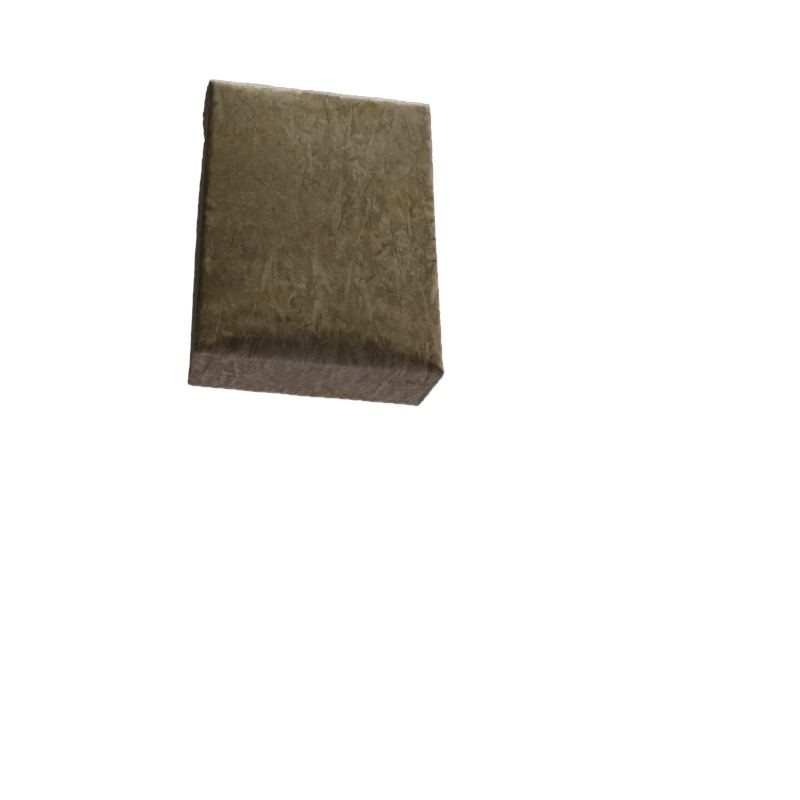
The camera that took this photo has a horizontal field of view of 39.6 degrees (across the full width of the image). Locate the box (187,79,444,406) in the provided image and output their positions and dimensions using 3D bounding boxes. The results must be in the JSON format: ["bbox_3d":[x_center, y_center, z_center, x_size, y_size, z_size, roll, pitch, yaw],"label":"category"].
[{"bbox_3d":[-0.060,-0.110,0.773,0.161,0.227,0.069,4,-28,-11],"label":"box"}]
